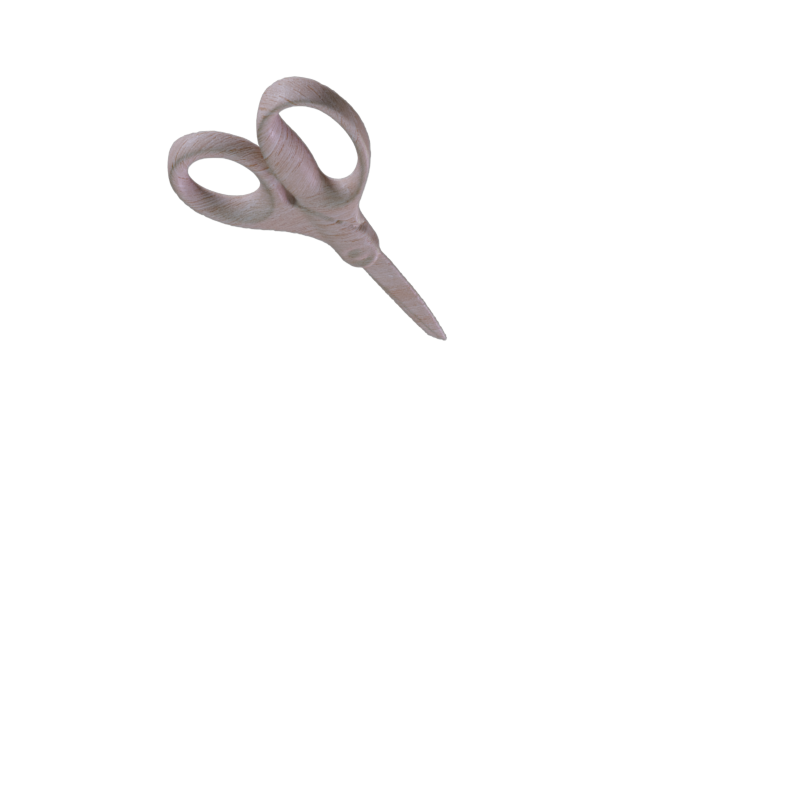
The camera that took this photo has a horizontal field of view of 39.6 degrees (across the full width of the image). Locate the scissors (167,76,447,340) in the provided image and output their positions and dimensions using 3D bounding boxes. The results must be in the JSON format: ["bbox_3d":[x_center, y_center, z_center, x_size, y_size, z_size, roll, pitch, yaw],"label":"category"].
[{"bbox_3d":[-0.040,-0.074,0.515,0.097,0.017,0.187,-6,-32,10],"label":"scissors"}]
